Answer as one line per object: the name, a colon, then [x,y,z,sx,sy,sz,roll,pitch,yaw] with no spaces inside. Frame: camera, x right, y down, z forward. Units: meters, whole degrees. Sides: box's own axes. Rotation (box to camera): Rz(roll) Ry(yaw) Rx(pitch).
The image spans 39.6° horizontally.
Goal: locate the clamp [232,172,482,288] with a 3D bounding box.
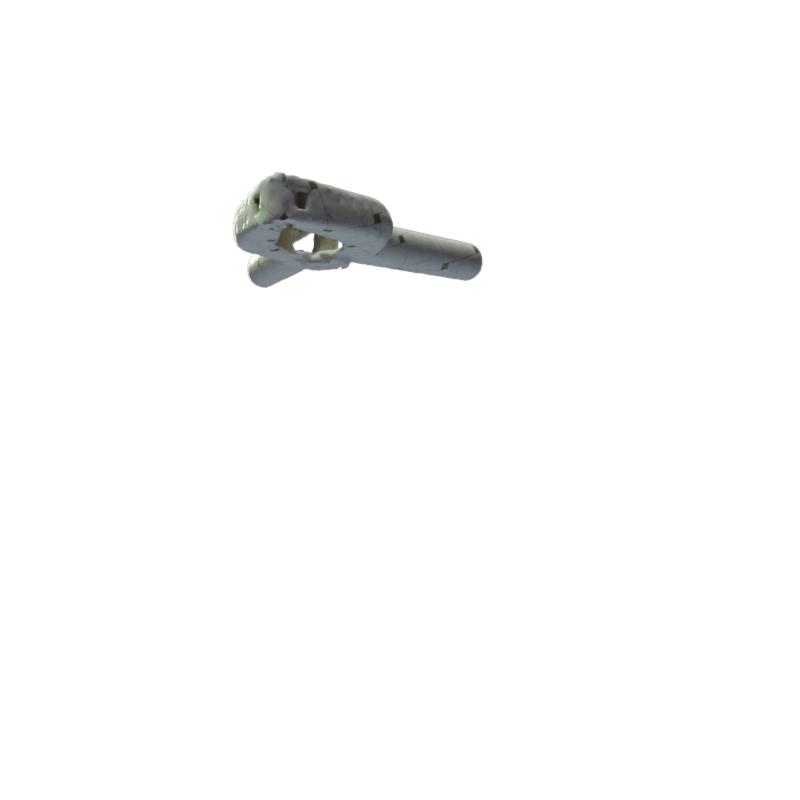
clamp: [-0.054,-0.098,0.689,0.168,0.037,0.201,-2,-5,21]
